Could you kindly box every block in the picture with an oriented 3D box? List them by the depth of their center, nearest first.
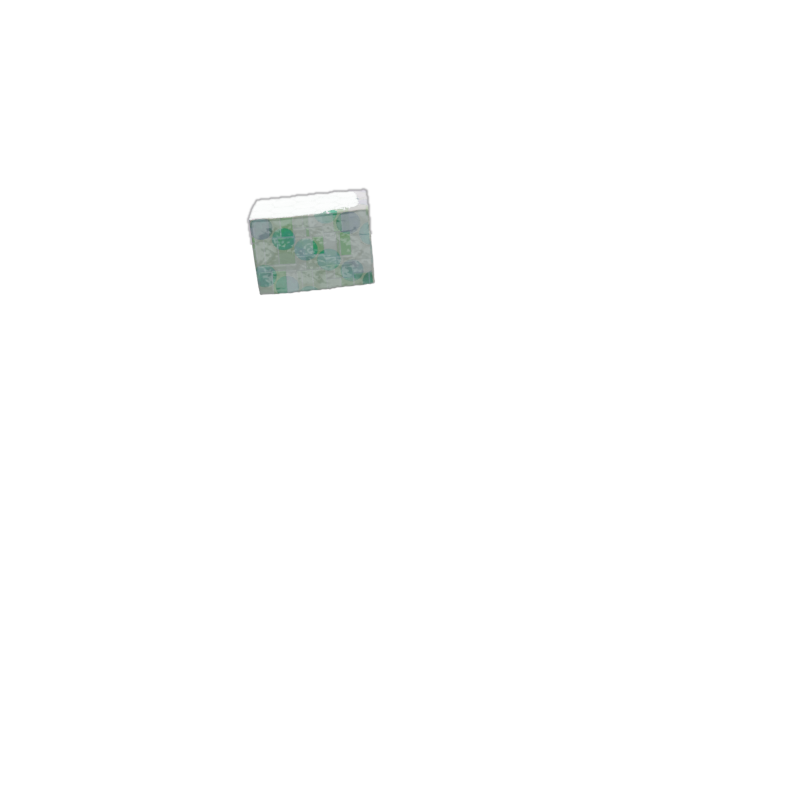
[{"bbox_3d":[-0.057,-0.104,0.730,0.078,0.050,0.054,-5,21,0],"label":"block"}]
